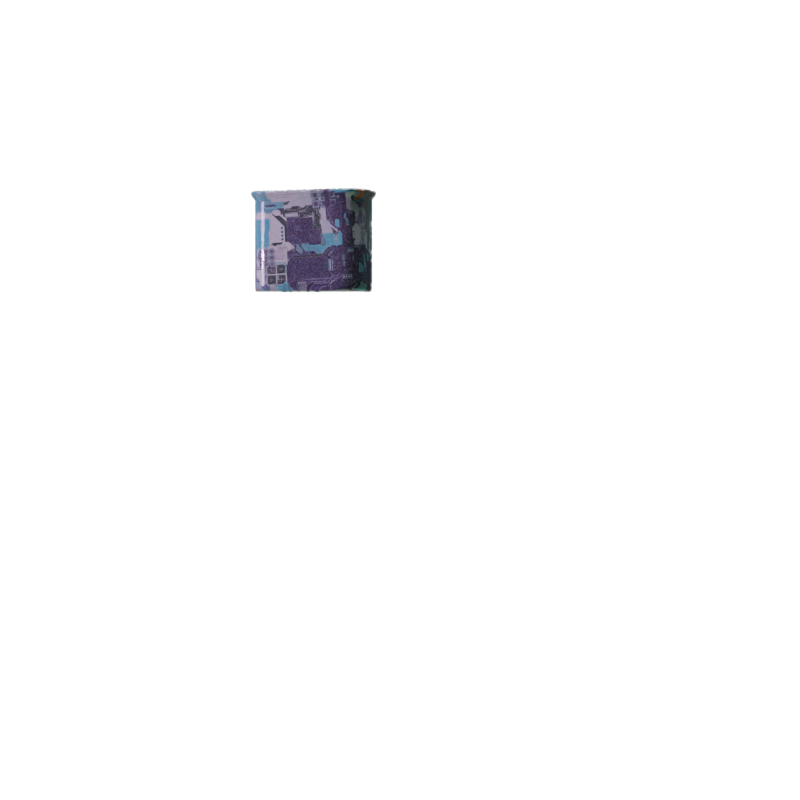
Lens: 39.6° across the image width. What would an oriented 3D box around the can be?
[{"bbox_3d":[-0.072,-0.132,0.925,0.104,0.084,0.056,1,0,20],"label":"can"}]
